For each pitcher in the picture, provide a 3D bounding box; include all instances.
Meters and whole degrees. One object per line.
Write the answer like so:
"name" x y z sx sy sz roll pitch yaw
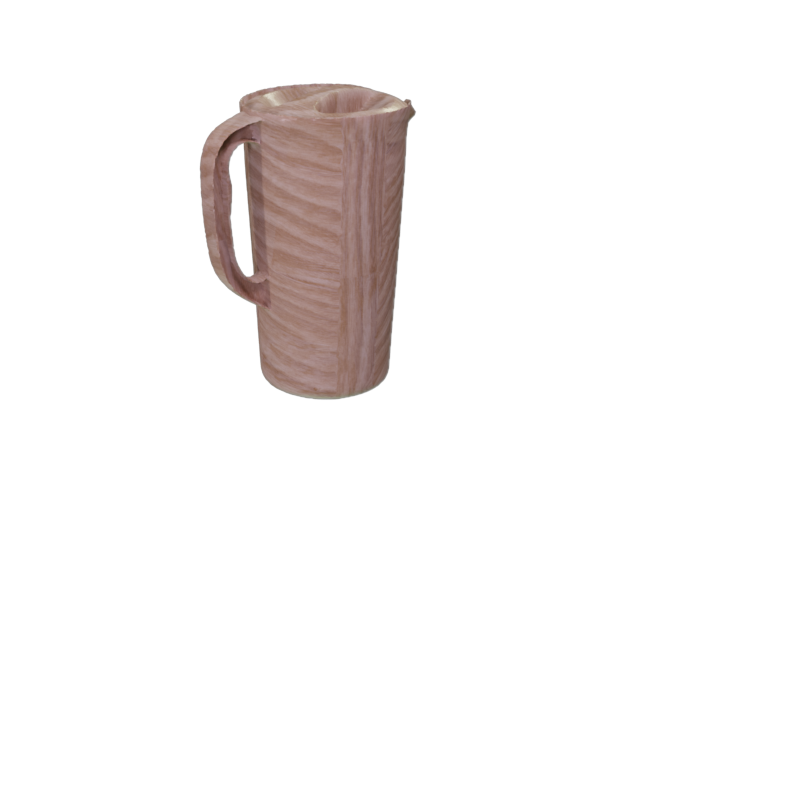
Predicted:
"pitcher" -0.069 -0.127 0.887 0.151 0.232 0.150 4 21 8
